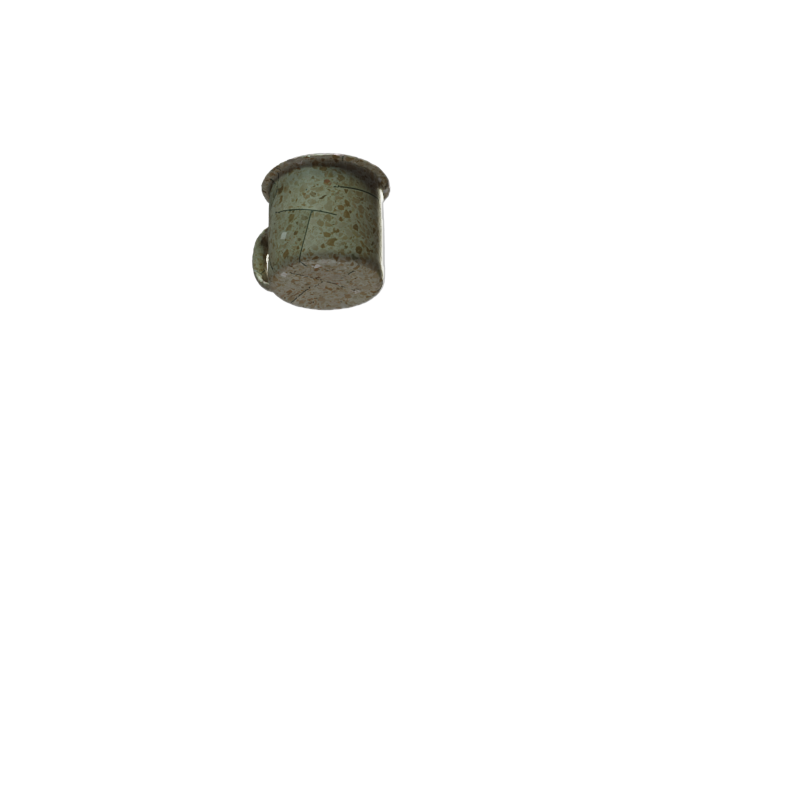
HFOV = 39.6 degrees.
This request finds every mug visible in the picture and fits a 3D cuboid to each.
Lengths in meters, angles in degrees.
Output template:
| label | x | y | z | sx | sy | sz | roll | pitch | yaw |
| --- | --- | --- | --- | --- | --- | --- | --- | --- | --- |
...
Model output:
| label | x | y | z | sx | sy | sz | roll | pitch | yaw |
| --- | --- | --- | --- | --- | --- | --- | --- | --- | --- |
| mug | -0.062 | -0.113 | 0.789 | 0.118 | 0.086 | 0.087 | -18 | -29 | 34 |
